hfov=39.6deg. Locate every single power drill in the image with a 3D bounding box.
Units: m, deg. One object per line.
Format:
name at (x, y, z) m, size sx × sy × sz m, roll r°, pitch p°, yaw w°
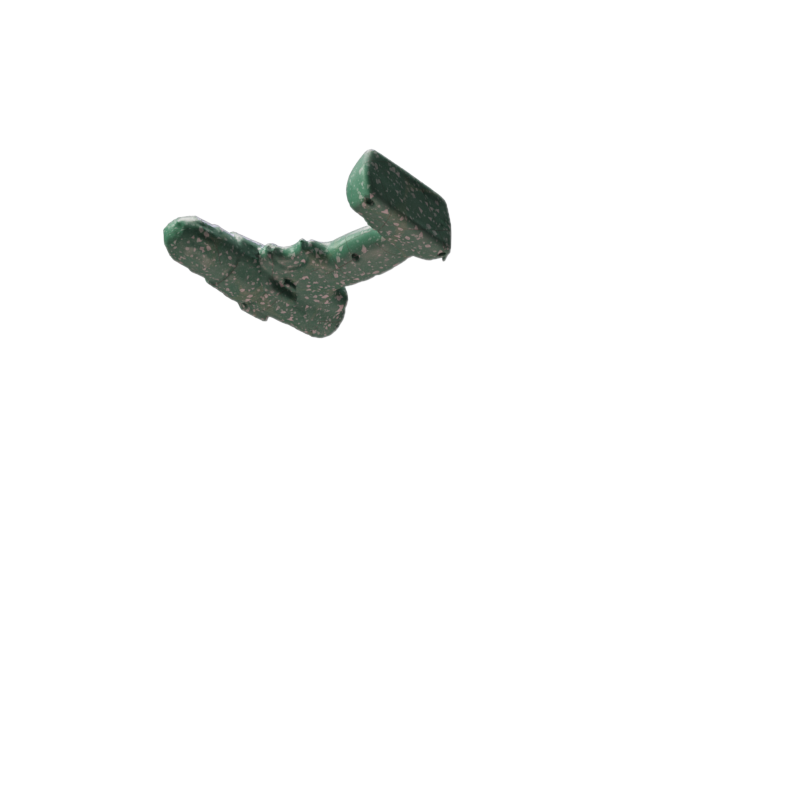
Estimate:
power drill at (-0.069, -0.126, 0.881) m, size 0.188 × 0.061 × 0.173 m, roll -24°, pitch -37°, yaw 37°
